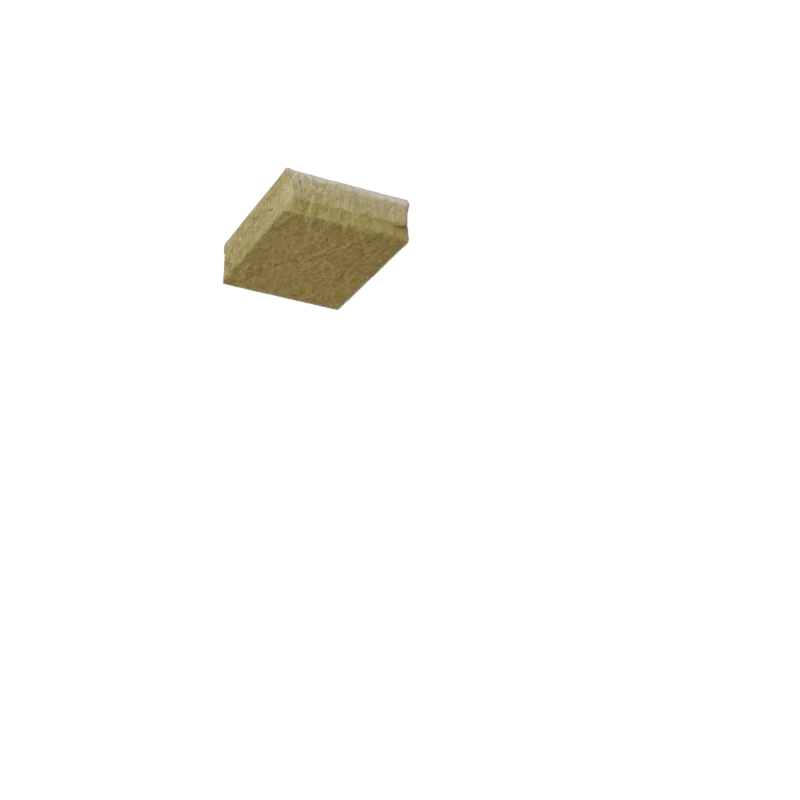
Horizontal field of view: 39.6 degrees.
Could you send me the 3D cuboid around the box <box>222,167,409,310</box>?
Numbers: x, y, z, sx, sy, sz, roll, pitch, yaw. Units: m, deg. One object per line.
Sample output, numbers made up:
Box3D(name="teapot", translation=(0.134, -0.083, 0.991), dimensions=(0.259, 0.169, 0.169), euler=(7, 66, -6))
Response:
Box3D(name="box", translation=(-0.047, -0.086, 0.604), dimensions=(0.070, 0.032, 0.087), euler=(12, -28, -25))
